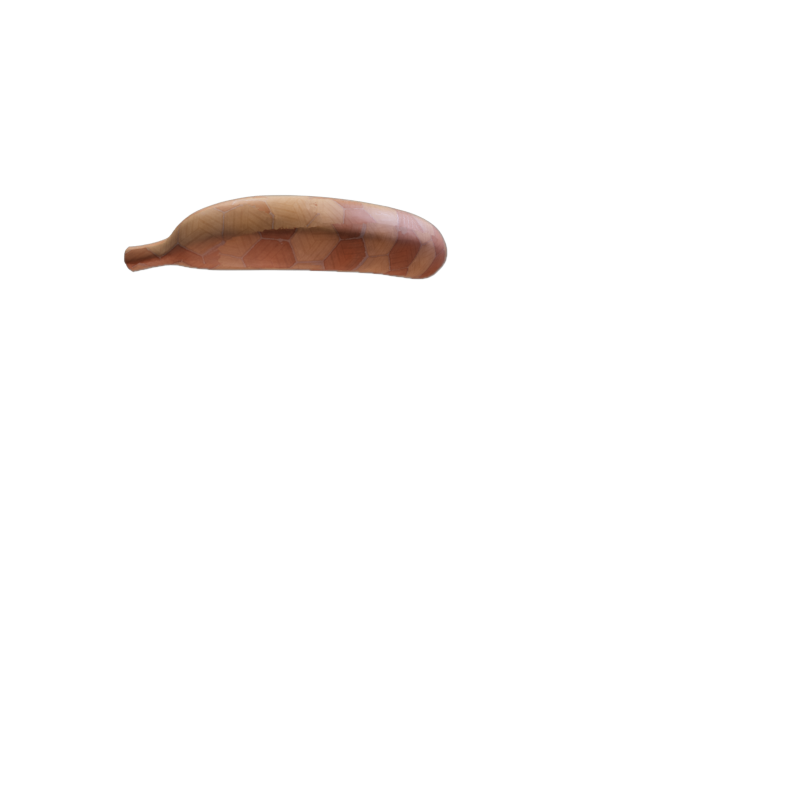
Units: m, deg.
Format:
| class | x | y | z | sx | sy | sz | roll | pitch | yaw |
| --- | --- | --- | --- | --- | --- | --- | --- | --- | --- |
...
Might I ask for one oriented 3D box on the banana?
| class | x | y | z | sx | sy | sz | roll | pitch | yaw |
| --- | --- | --- | --- | --- | --- | --- | --- | --- | --- |
| banana | -0.036 | -0.081 | 0.556 | 0.190 | 0.037 | 0.072 | -3 | 3 | -38 |
